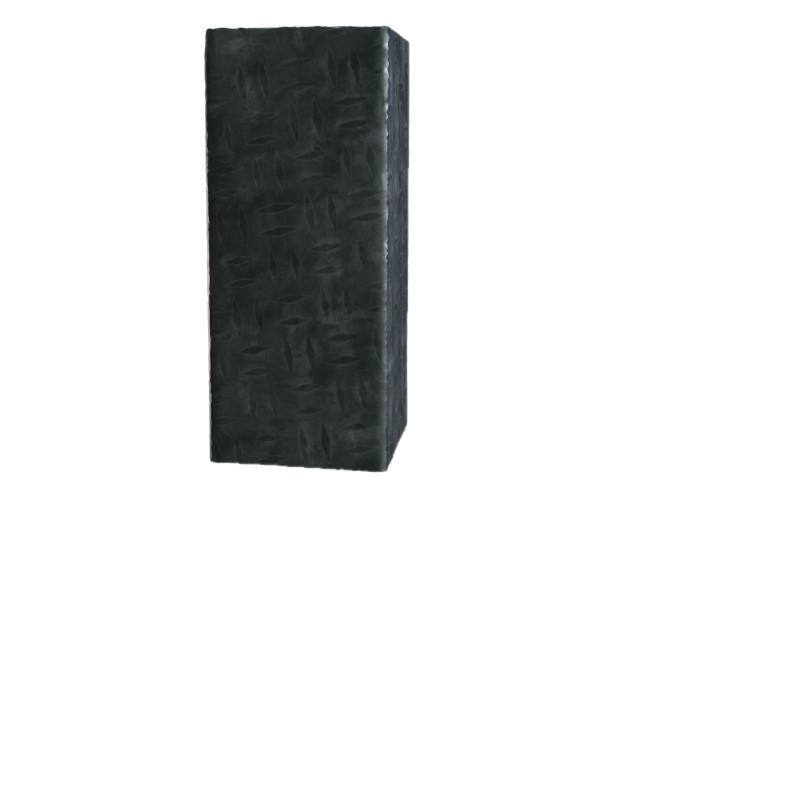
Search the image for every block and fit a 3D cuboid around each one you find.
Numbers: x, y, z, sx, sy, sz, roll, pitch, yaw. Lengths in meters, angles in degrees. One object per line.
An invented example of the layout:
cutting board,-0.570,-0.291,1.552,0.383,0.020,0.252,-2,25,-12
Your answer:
block,-0.044,-0.080,0.558,0.091,0.203,0.091,1,7,8
